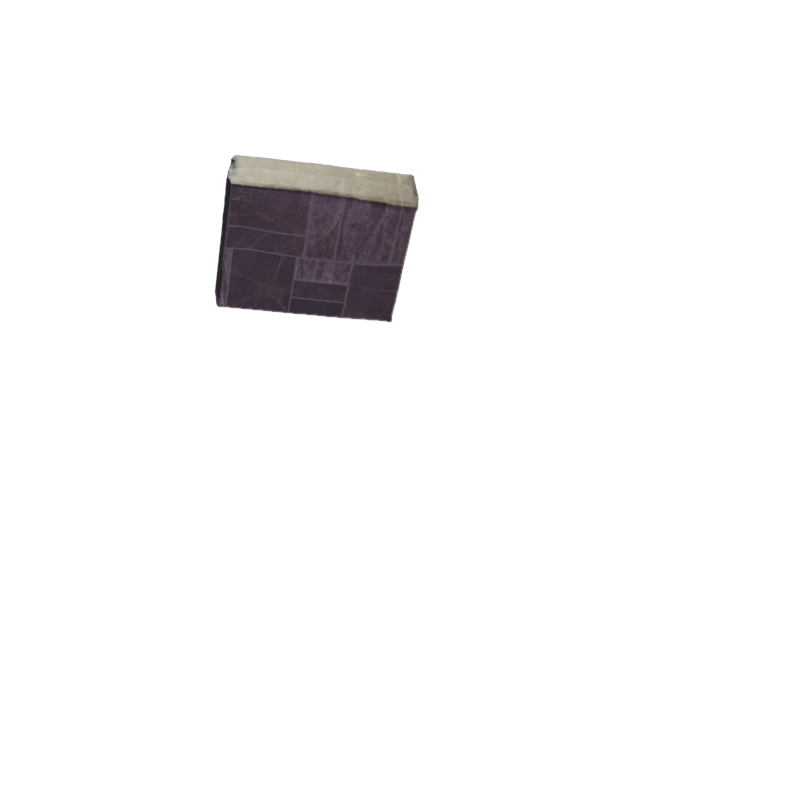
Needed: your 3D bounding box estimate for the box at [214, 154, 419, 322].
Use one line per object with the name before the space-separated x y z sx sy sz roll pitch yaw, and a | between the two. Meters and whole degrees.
box | -0.052 -0.096 0.670 0.112 0.085 0.042 7 37 -6
